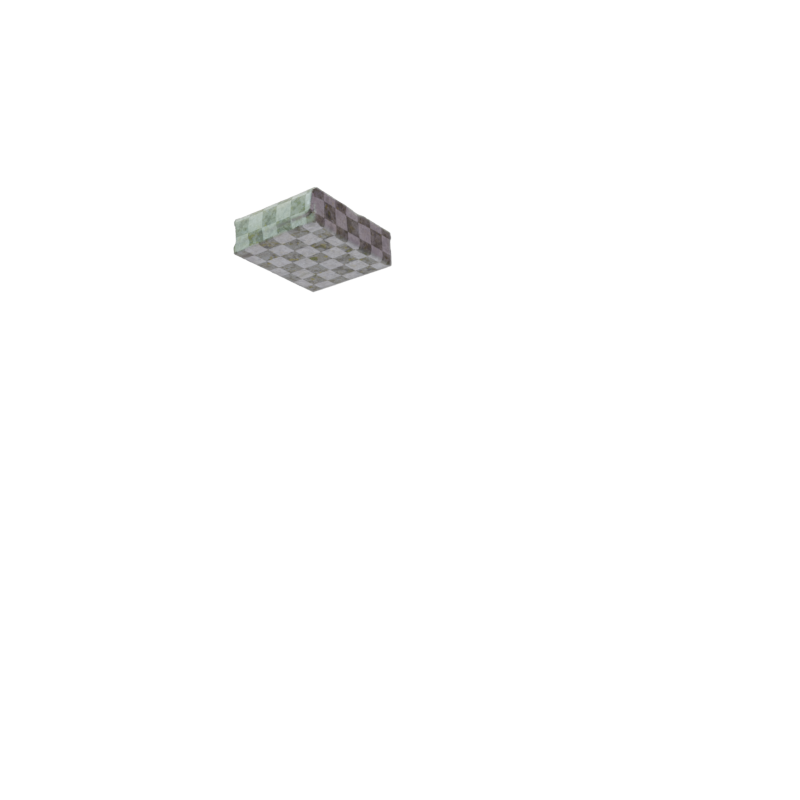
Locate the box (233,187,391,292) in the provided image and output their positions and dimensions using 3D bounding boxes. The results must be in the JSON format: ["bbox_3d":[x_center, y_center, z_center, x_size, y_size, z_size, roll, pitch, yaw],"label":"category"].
[{"bbox_3d":[-0.061,-0.110,0.772,0.074,0.032,0.083,-16,-26,35],"label":"box"}]
